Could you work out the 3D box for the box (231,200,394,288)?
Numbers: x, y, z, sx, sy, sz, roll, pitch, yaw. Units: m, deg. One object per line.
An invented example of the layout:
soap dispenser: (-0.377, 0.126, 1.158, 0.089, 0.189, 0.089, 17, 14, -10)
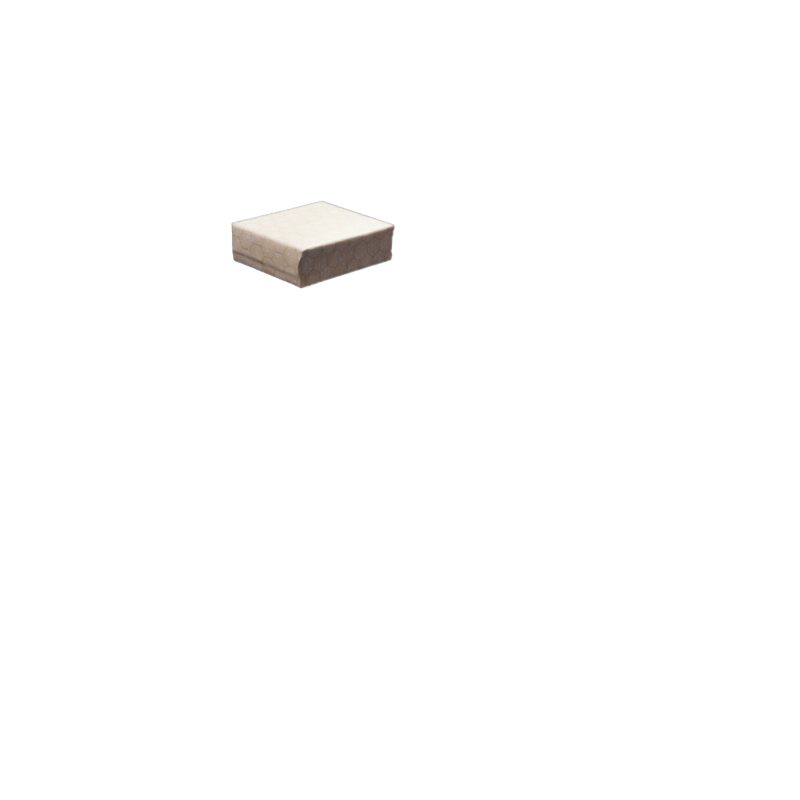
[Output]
box: (-0.075, -0.136, 0.951, 0.095, 0.037, 0.112, 23, 34, 38)
